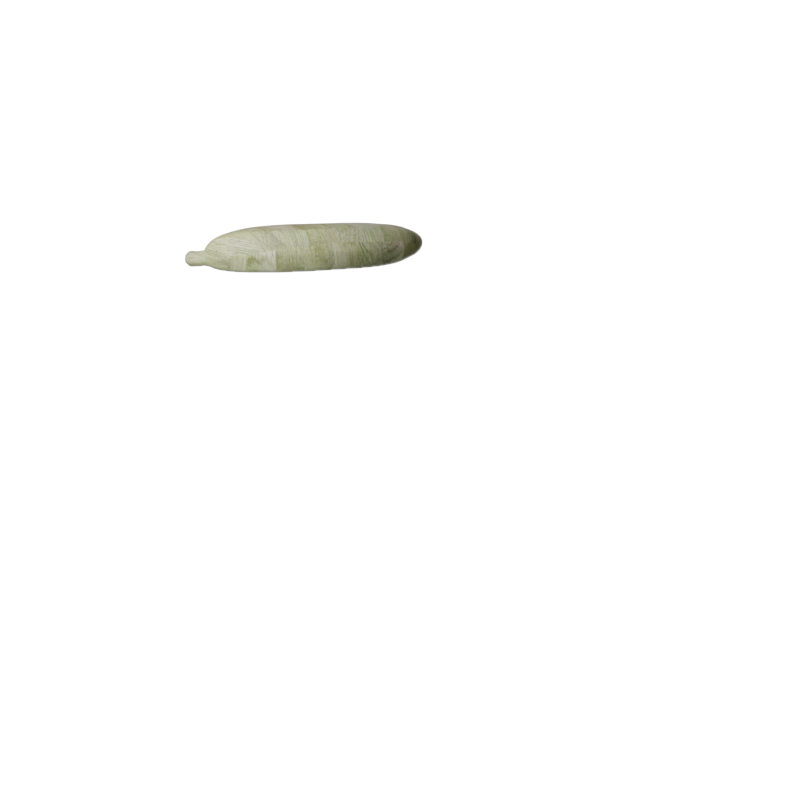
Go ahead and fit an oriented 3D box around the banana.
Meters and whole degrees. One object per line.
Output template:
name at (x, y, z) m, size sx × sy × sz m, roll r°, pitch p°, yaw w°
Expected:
banana at (-0.068, -0.123, 0.879) m, size 0.194 × 0.036 × 0.073 m, roll -4°, pitch 15°, yaw -14°
